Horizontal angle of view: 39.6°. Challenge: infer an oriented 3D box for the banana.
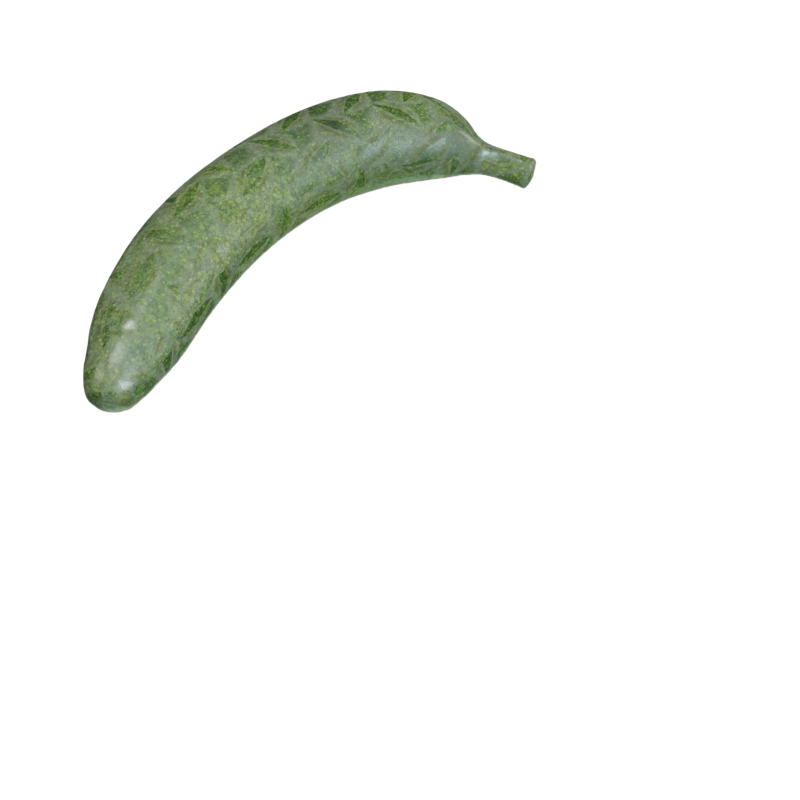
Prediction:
[{"bbox_3d":[-0.040,-0.068,0.398,0.198,0.034,0.074,-33,56,-27],"label":"banana"}]
